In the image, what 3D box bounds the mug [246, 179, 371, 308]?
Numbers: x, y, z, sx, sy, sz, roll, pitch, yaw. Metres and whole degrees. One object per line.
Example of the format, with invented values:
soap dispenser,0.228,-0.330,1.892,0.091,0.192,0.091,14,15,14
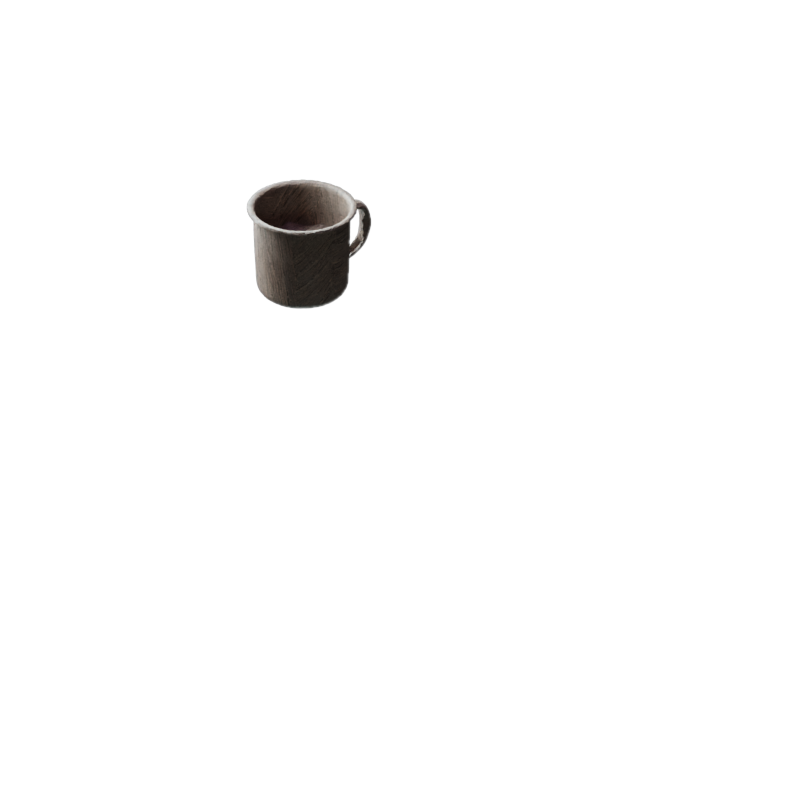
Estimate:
mug,-0.075,-0.137,0.961,0.116,0.076,0.100,-25,43,-31
